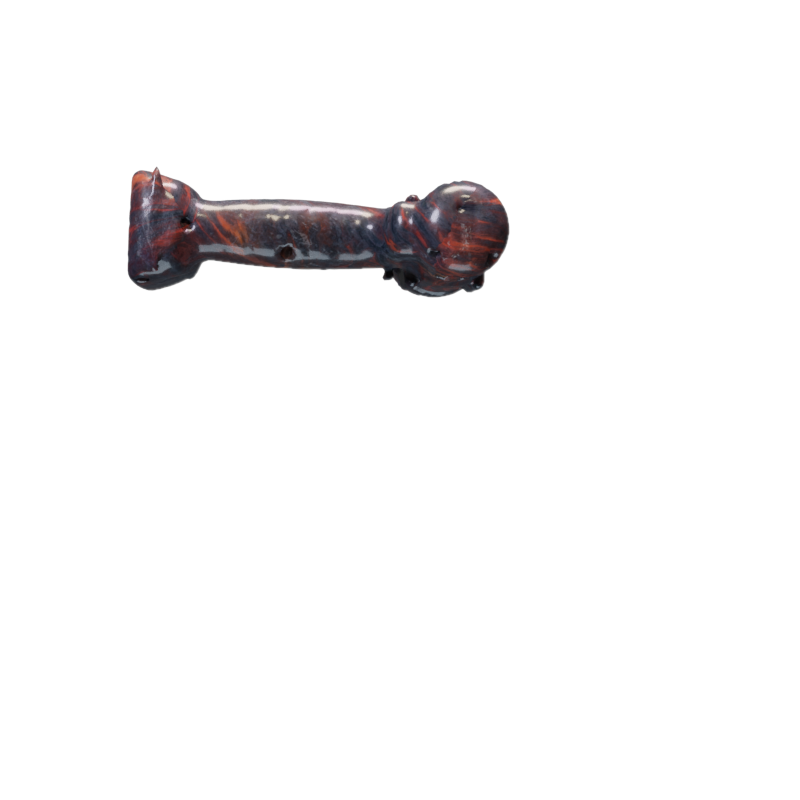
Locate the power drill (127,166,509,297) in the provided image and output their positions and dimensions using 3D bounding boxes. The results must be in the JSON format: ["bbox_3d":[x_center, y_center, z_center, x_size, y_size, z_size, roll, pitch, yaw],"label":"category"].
[{"bbox_3d":[-0.047,-0.085,0.595,0.187,0.058,0.183,0,-1,-4],"label":"power drill"}]
